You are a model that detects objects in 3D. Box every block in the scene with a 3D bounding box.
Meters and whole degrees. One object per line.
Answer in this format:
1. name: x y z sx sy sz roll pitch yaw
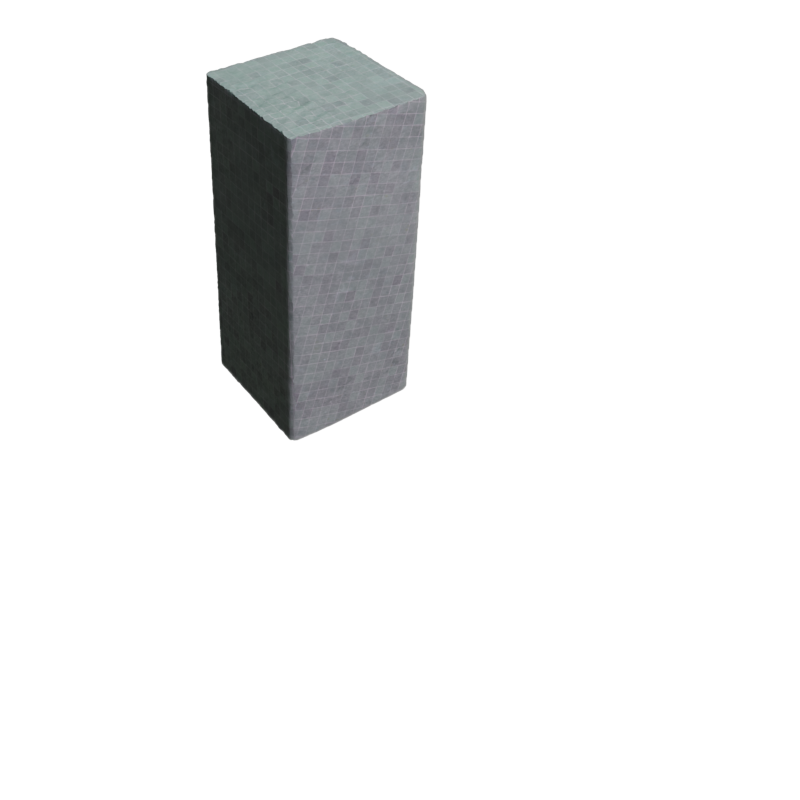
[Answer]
1. block: -0.050 -0.093 0.650 0.089 0.193 0.098 -22 44 -29
